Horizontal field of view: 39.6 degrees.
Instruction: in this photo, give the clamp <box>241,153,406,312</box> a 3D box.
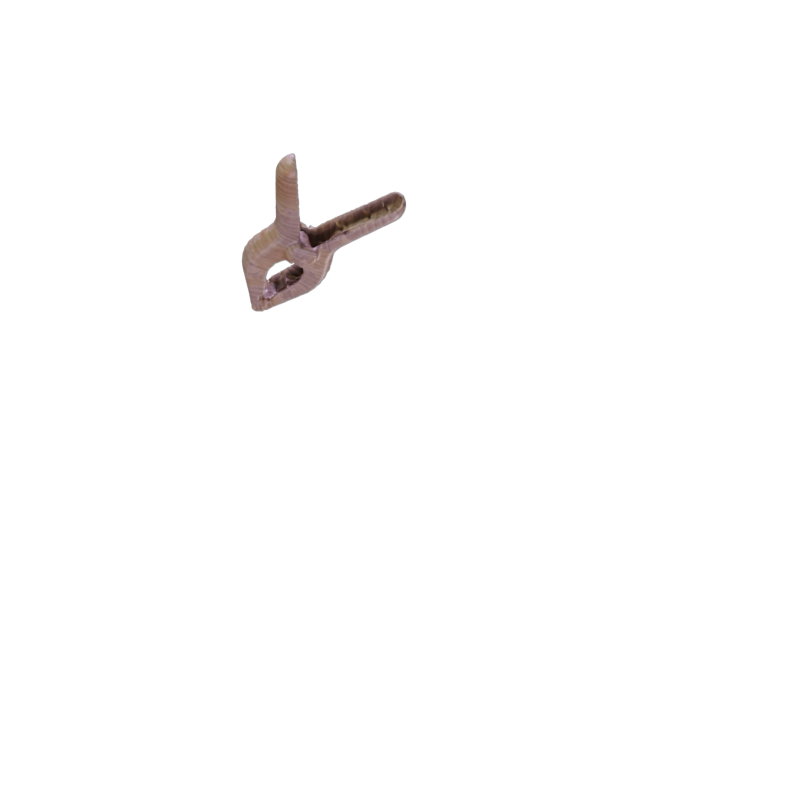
[{"bbox_3d":[-0.075,-0.137,0.958,0.116,0.042,0.165,16,-43,-19],"label":"clamp"}]
